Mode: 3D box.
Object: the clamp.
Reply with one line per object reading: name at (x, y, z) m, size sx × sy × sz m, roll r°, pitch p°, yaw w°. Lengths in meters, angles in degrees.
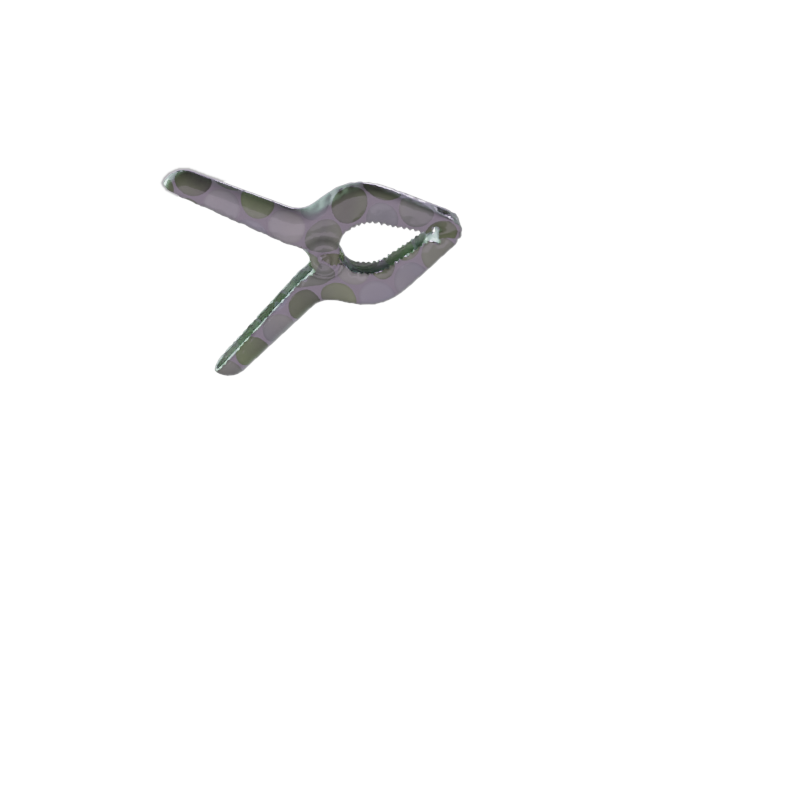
clamp at (-0.063, -0.115, 0.806) m, size 0.211 × 0.155 × 0.038 m, roll -17°, pitch 23°, yaw 7°
